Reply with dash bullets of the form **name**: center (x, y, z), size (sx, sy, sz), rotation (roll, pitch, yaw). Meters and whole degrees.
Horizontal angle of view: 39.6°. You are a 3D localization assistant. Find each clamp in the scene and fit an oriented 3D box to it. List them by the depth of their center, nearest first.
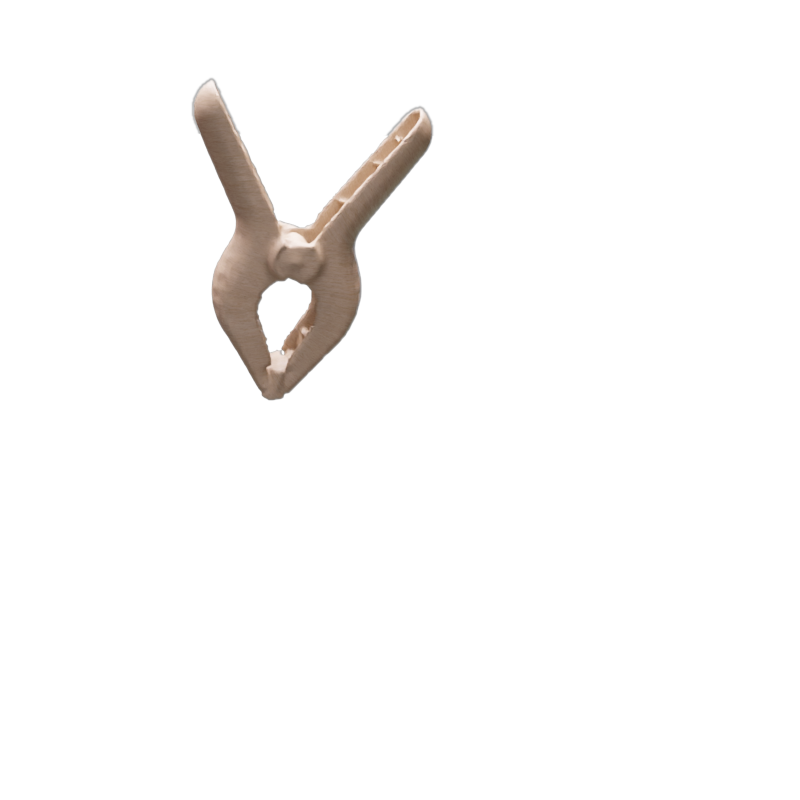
- **clamp**: center (-0.045, -0.083, 0.579), size (0.120, 0.163, 0.041), rotation (1, 24, -1)
